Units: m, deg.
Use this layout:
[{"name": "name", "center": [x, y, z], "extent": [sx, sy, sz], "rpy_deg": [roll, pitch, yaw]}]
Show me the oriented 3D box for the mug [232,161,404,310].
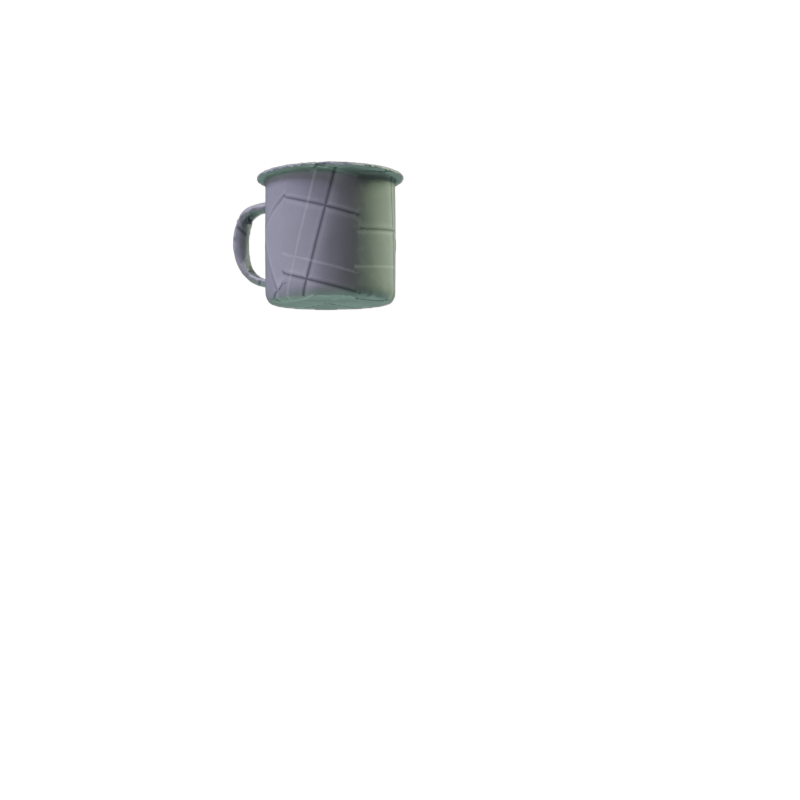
[{"name": "mug", "center": [-0.055, -0.100, 0.701], "extent": [0.120, 0.083, 0.089], "rpy_deg": [-2, -4, 25]}]
